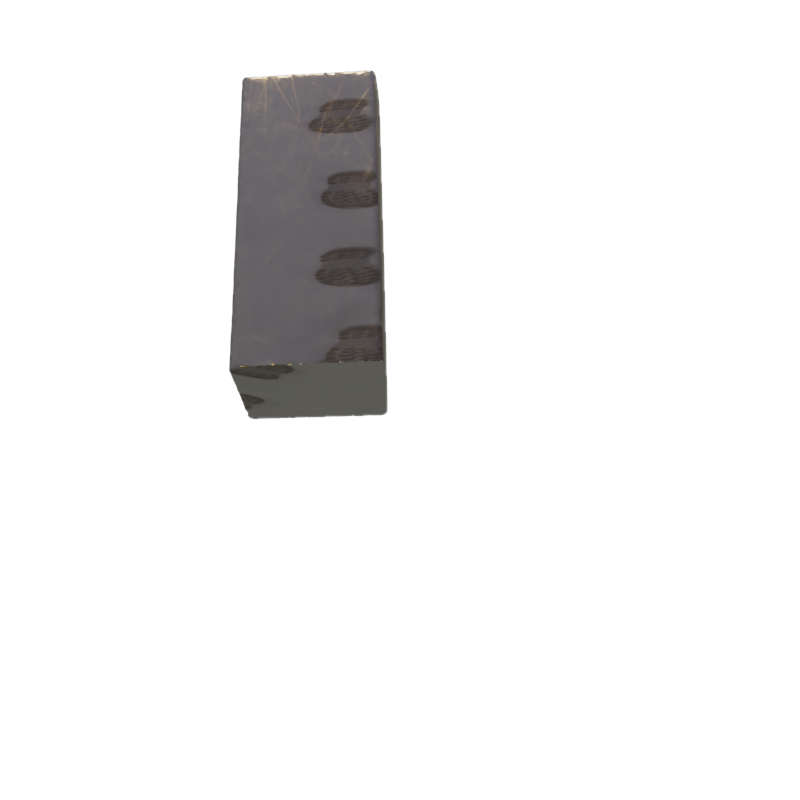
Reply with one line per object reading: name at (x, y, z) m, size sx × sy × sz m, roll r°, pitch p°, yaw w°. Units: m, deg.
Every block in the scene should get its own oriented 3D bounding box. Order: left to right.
block at (-0.056, -0.102, 0.715) m, size 0.091 × 0.219 × 0.085 m, roll -3°, pitch -27°, yaw 2°
